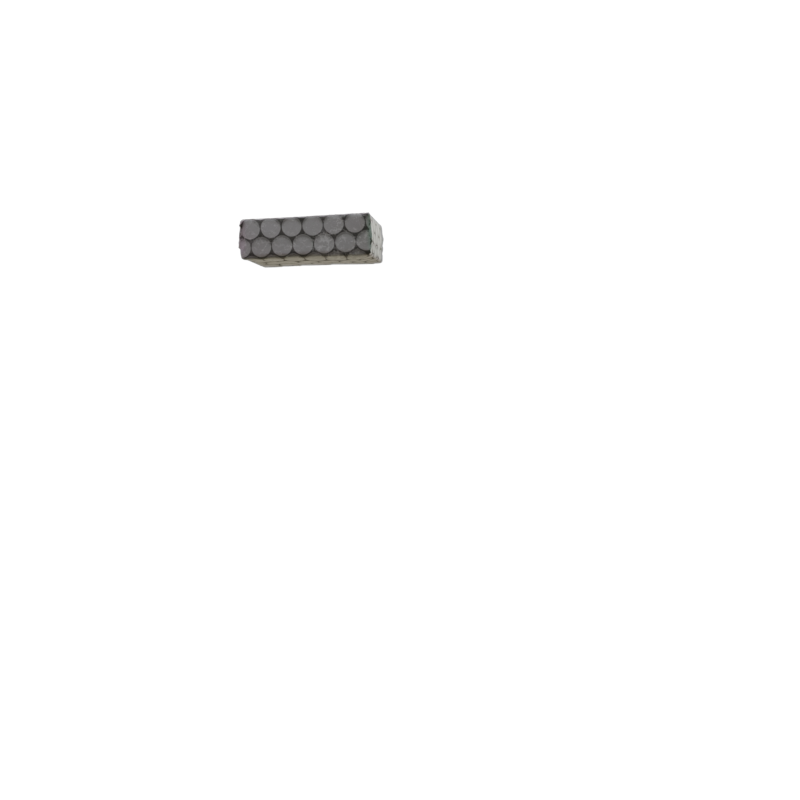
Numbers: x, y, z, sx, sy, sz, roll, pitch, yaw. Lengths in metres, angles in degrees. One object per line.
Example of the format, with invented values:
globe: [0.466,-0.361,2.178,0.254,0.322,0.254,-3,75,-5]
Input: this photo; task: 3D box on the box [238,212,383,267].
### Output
box: [-0.075,-0.137,0.960,0.115,0.039,0.088,0,2,8]
